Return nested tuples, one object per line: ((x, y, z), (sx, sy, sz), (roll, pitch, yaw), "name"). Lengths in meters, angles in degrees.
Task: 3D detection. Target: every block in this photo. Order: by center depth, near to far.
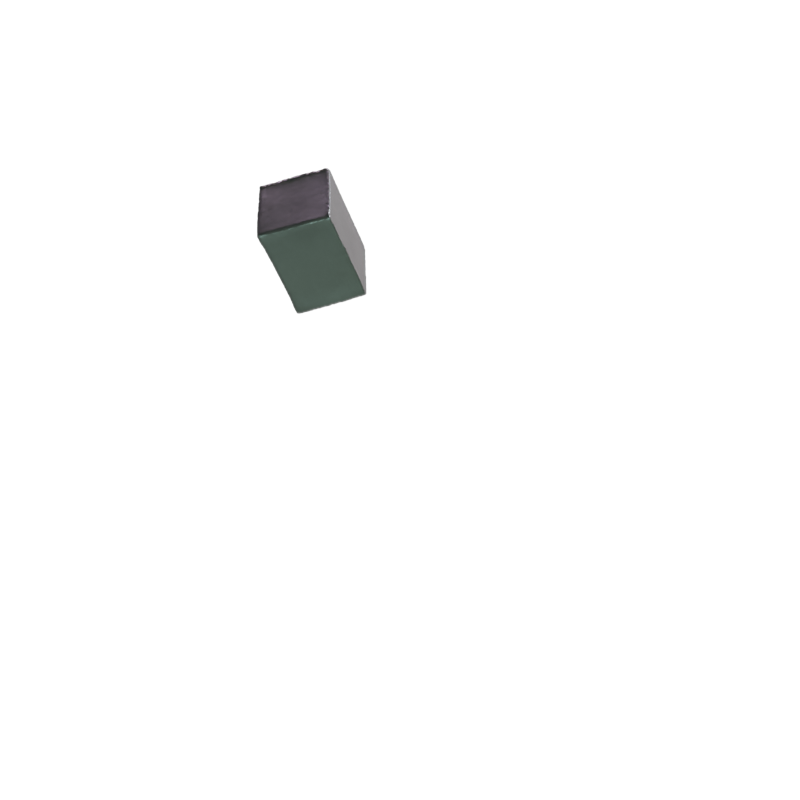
((-0.059, -0.108, 0.754), (0.053, 0.055, 0.072), (-14, -46, 11), "block")
